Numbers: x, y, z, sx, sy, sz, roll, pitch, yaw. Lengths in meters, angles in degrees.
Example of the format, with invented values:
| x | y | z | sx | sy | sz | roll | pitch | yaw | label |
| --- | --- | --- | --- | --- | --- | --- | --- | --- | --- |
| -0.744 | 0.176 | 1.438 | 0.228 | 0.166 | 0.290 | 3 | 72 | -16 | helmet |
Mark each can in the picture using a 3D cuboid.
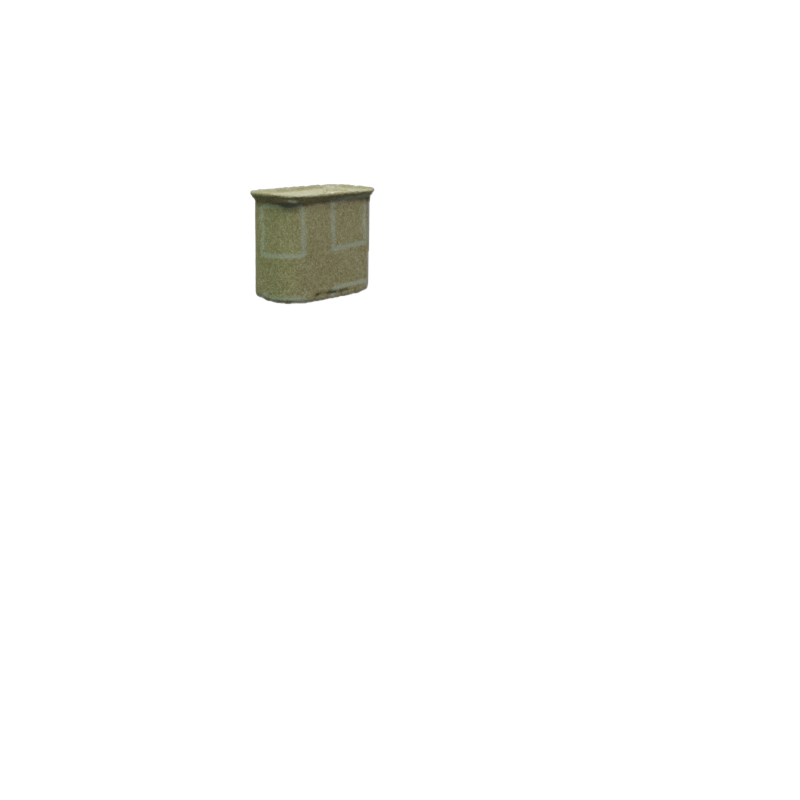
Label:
| x | y | z | sx | sy | sz | roll | pitch | yaw | label |
| --- | --- | --- | --- | --- | --- | --- | --- | --- | --- |
| -0.068 | -0.125 | 0.873 | 0.060 | 0.082 | 0.099 | 10 | 16 | 41 | can |
